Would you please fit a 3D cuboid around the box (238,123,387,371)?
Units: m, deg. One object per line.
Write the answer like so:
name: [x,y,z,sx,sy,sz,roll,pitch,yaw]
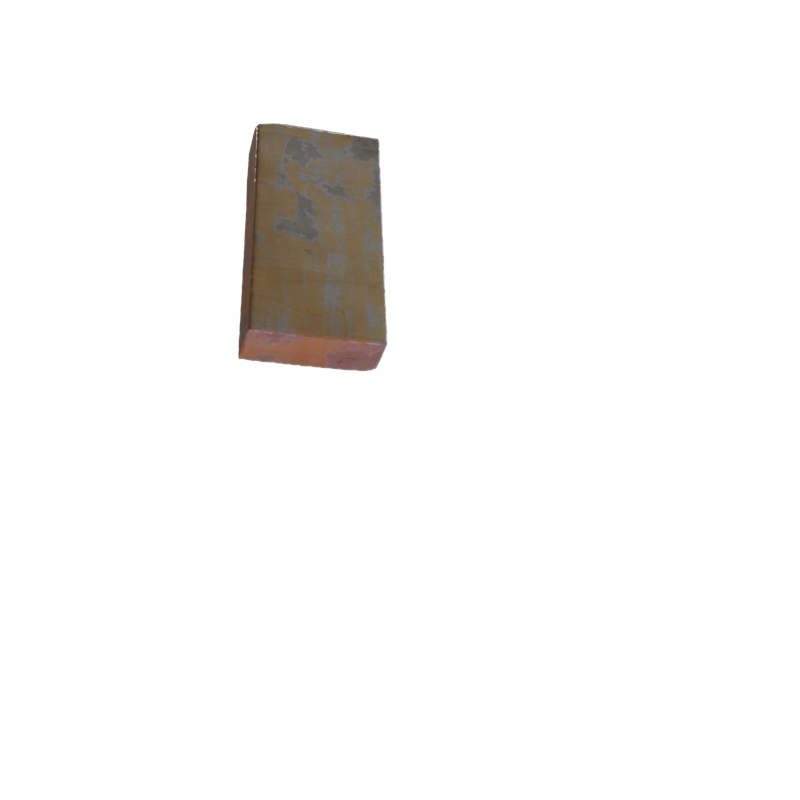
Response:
box: [-0.059,-0.108,0.758,0.092,0.188,0.046,5,-32,-12]
